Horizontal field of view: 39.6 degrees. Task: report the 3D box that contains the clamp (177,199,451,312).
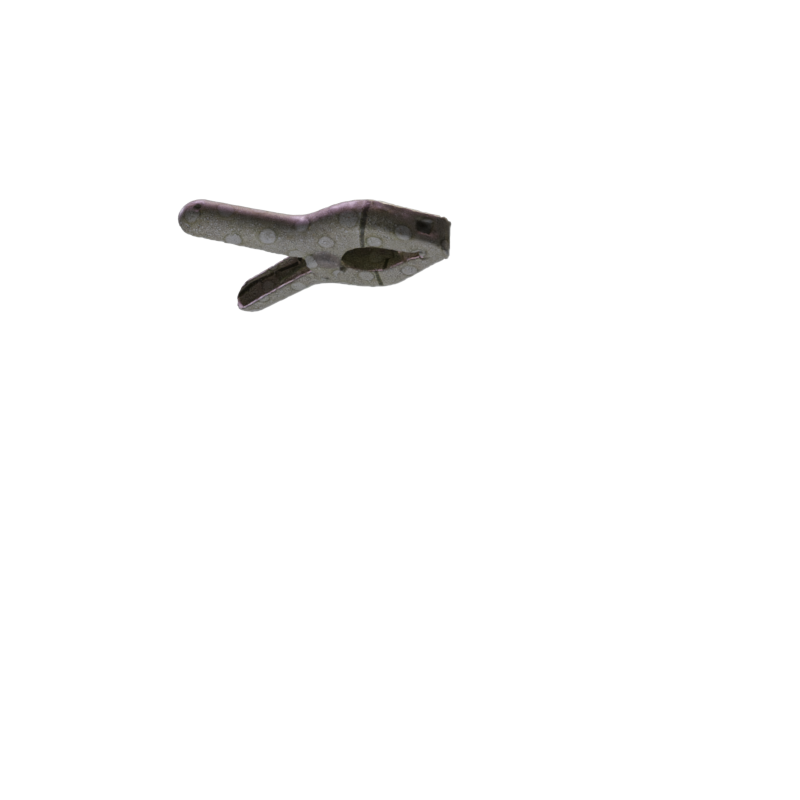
[{"bbox_3d":[-0.056,-0.103,0.721,0.174,0.041,0.112,-10,-24,22],"label":"clamp"}]
